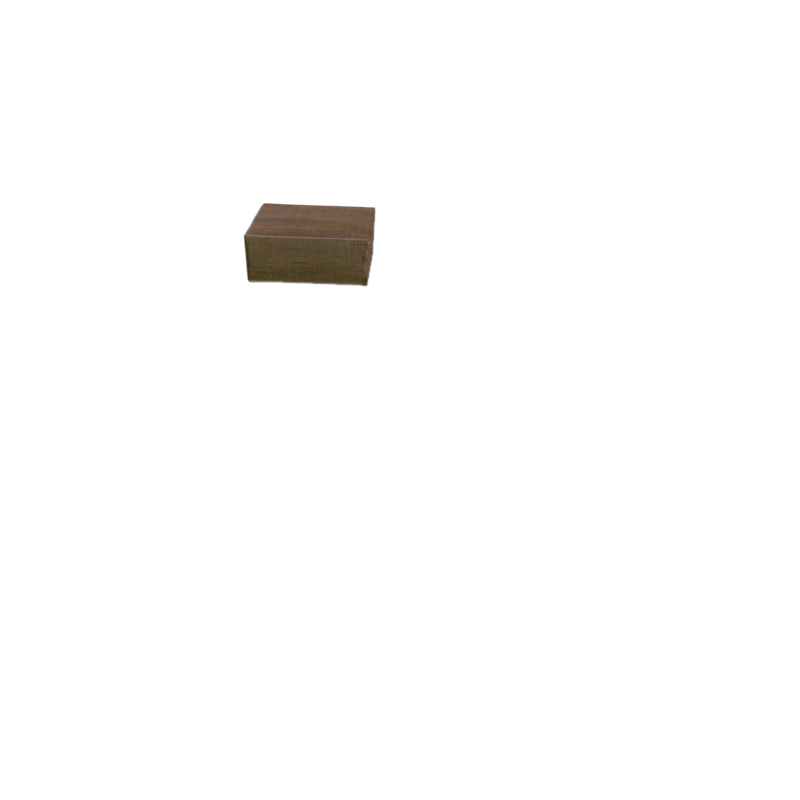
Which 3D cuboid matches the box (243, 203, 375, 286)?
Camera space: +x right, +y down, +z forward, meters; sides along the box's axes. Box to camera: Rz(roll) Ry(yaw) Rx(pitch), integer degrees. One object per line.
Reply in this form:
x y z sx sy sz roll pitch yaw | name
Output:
-0.065 -0.117 0.823 0.090 0.037 0.118 1 23 2 | box
